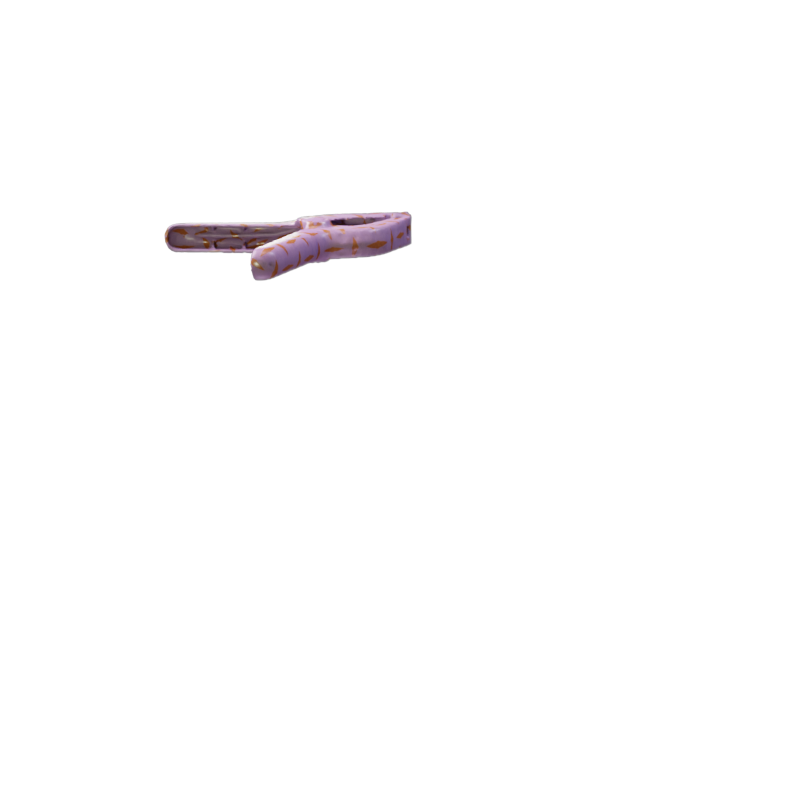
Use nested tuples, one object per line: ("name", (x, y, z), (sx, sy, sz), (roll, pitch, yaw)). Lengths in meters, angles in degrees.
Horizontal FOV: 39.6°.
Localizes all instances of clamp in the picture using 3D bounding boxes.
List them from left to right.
("clamp", (-0.072, -0.132, 0.922), (0.205, 0.035, 0.174), (-9, 20, -26))
